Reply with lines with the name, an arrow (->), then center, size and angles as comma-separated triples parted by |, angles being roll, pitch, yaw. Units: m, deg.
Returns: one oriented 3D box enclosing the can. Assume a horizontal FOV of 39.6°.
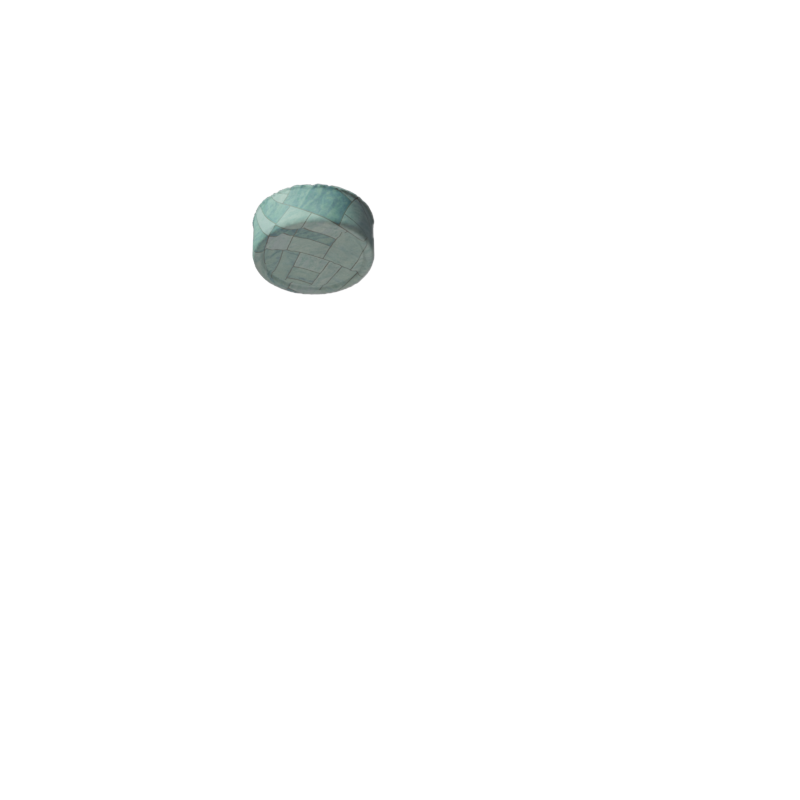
can -> -0.060, -0.110, 0.773 | 0.086, 0.036, 0.080 | 1, -34, -2
